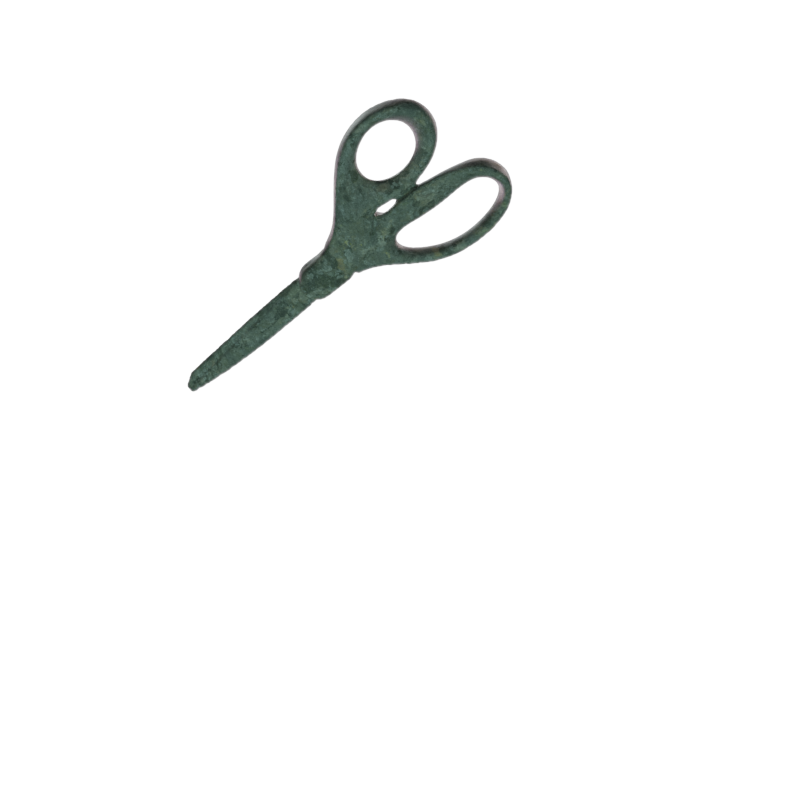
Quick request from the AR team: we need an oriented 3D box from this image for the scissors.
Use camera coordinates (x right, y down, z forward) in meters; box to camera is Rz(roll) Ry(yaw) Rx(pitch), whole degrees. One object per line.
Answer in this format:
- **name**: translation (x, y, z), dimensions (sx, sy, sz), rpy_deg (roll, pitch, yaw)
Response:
- **scissors**: translation (-0.043, -0.079, 0.556), dimensions (0.202, 0.090, 0.017), rpy_deg (-24, 26, 12)
